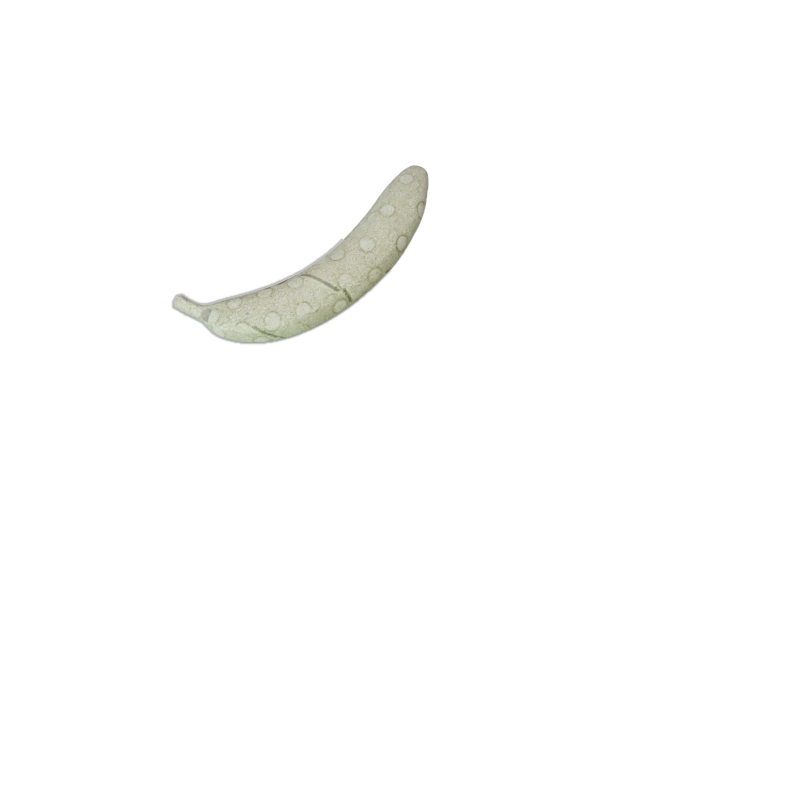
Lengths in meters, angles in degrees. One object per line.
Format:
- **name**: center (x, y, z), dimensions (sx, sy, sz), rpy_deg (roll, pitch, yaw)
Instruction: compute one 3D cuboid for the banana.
- **banana**: center (-0.052, -0.089, 0.743), dimensions (0.198, 0.073, 0.035), rpy_deg (-30, -16, -10)
